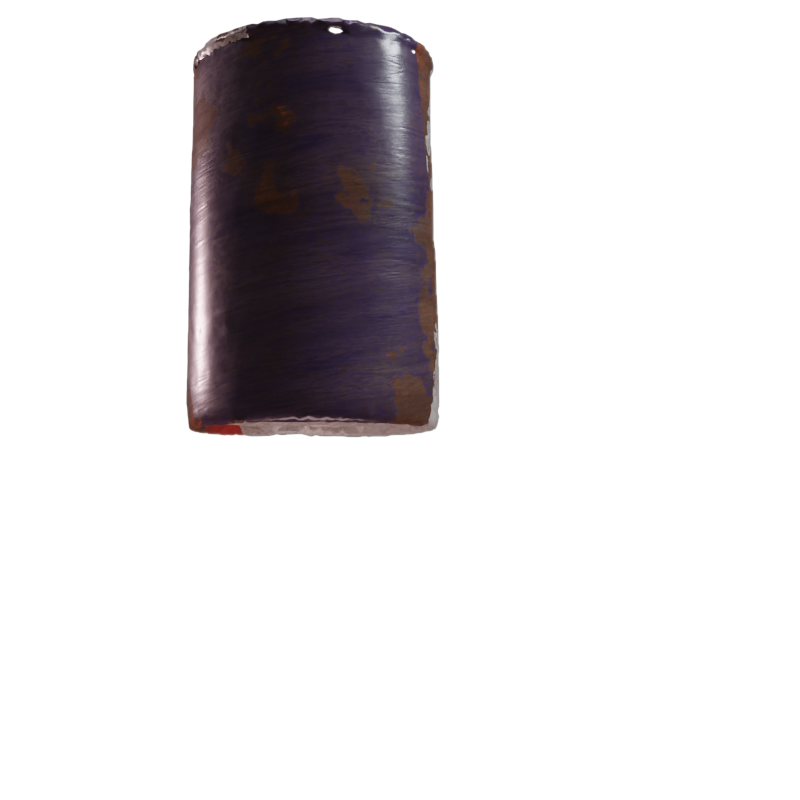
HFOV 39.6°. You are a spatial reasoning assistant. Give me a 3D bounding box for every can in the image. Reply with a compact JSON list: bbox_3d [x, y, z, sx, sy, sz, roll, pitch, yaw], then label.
[{"bbox_3d":[-0.024,-0.043,0.303,0.068,0.105,0.067,0,-11,-2],"label":"can"}]
